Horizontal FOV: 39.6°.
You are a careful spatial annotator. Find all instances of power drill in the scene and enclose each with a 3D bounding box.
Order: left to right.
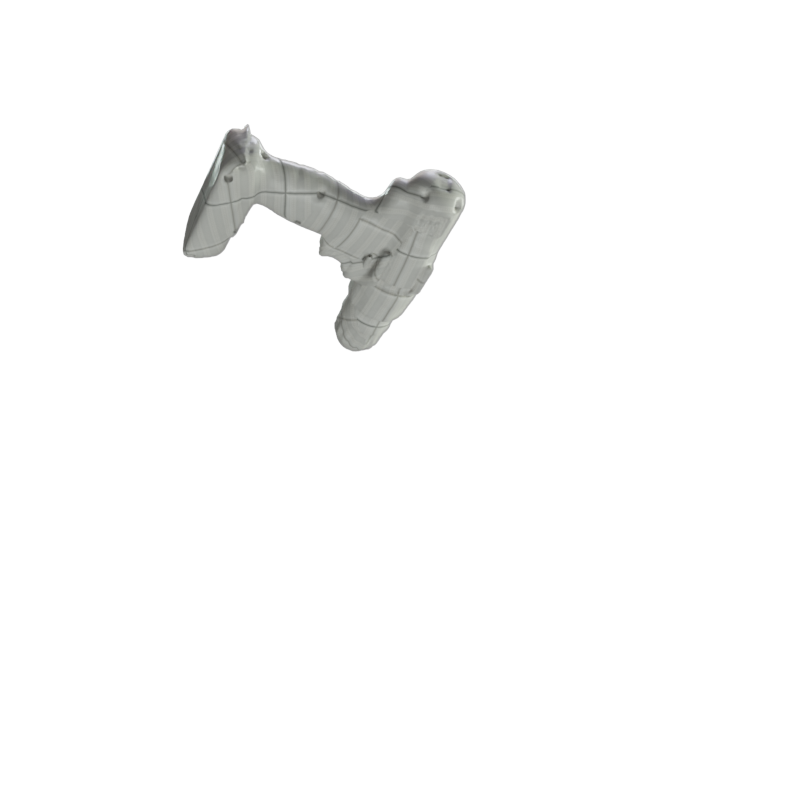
[{"bbox_3d":[-0.066,-0.121,0.849,0.182,0.062,0.177,17,-48,-16],"label":"power drill"}]
